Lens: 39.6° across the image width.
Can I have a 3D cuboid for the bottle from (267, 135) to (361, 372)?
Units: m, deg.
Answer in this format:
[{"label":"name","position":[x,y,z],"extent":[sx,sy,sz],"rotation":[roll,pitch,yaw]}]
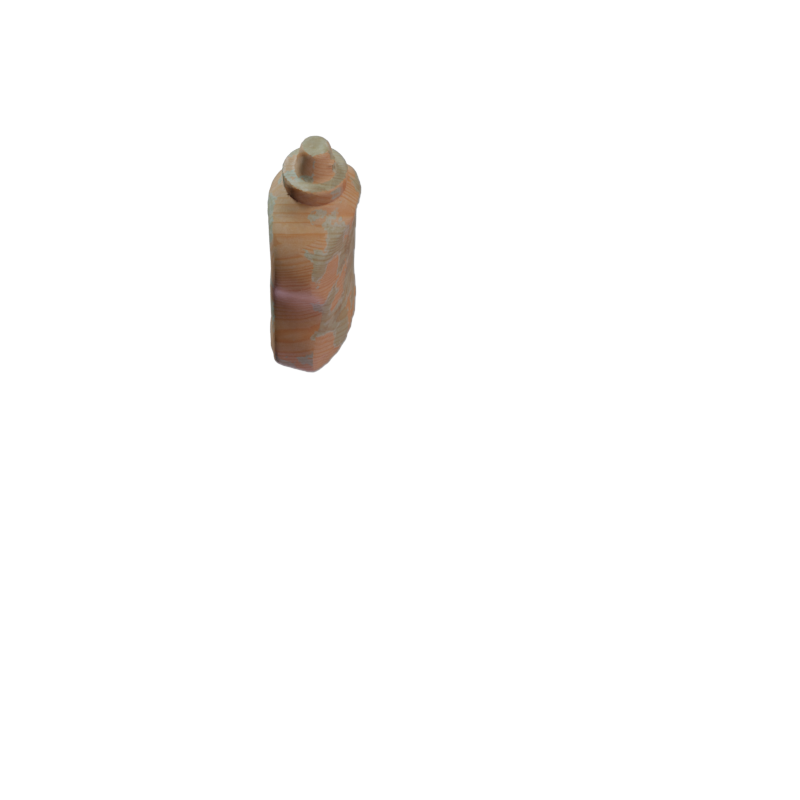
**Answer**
[{"label":"bottle","position":[-0.058,-0.106,0.742],"extent":[0.059,0.101,0.179],"rotation":[16,-32,6]}]
